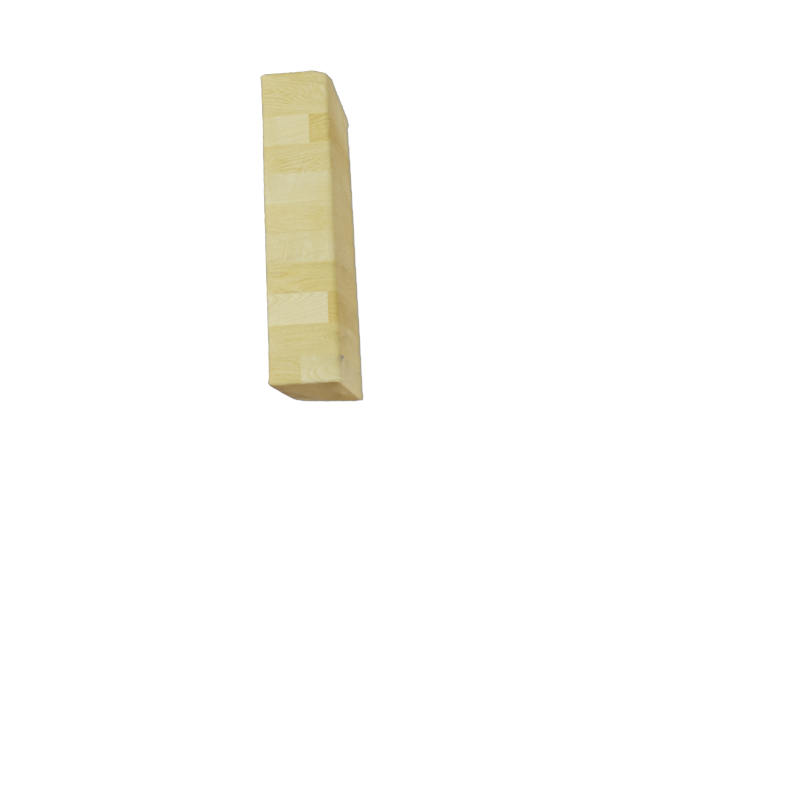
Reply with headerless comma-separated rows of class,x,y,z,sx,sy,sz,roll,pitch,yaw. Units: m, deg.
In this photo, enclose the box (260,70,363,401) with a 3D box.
box,-0.050,-0.091,0.638,0.048,0.182,0.090,-2,-12,6
